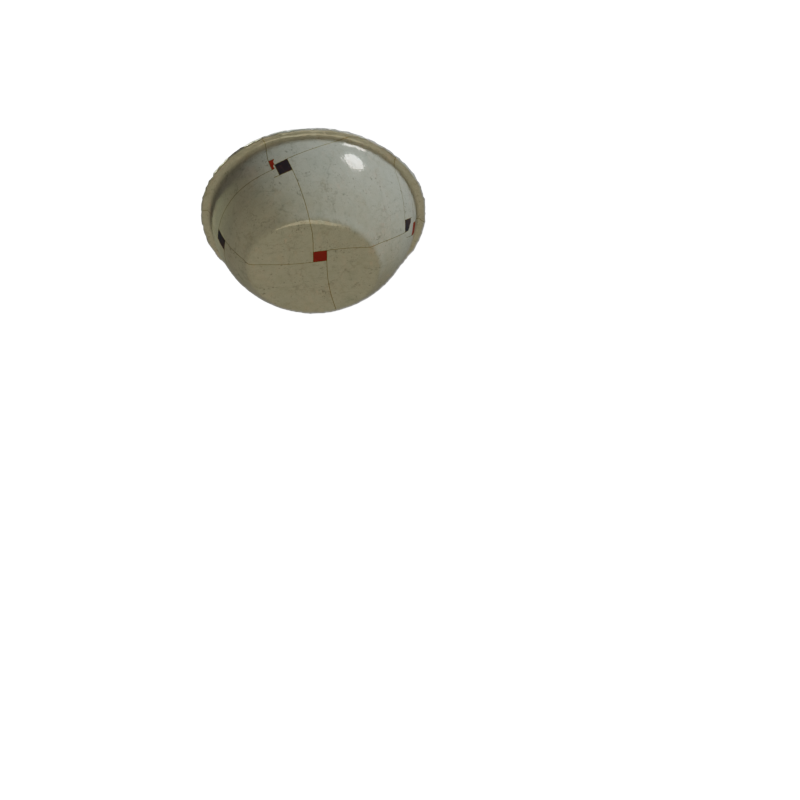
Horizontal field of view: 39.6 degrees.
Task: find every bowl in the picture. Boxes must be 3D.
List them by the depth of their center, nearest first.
[{"bbox_3d":[-0.061,-0.111,0.778,0.162,0.059,0.151,1,-42,-1],"label":"bowl"}]
